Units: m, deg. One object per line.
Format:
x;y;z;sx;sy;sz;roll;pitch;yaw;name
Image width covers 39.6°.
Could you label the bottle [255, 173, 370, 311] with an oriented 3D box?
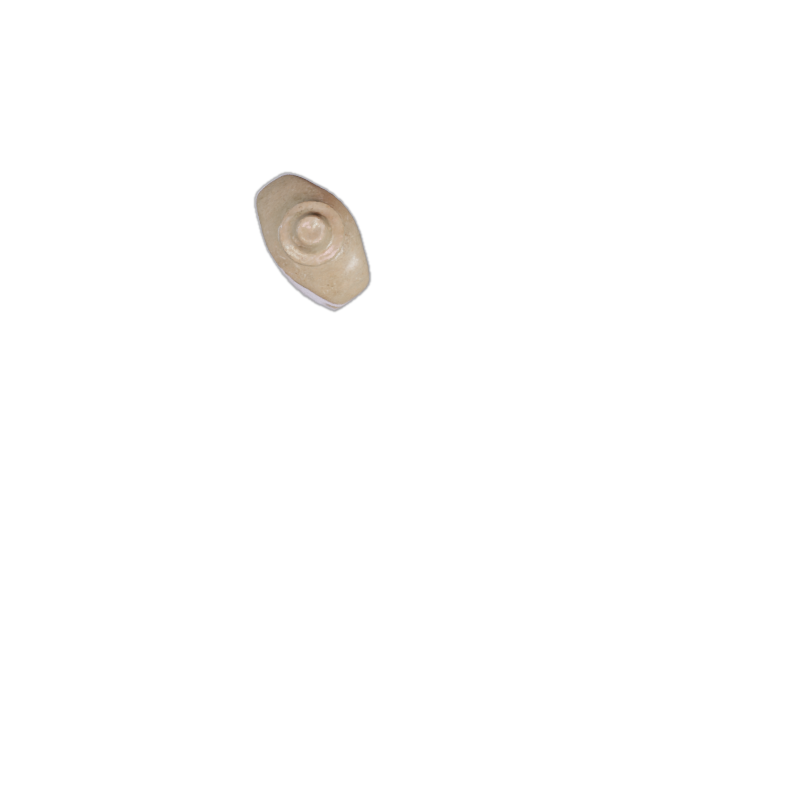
-0.060;-0.108;0.756;0.058;0.096;0.192;-35;4;-2;bottle
